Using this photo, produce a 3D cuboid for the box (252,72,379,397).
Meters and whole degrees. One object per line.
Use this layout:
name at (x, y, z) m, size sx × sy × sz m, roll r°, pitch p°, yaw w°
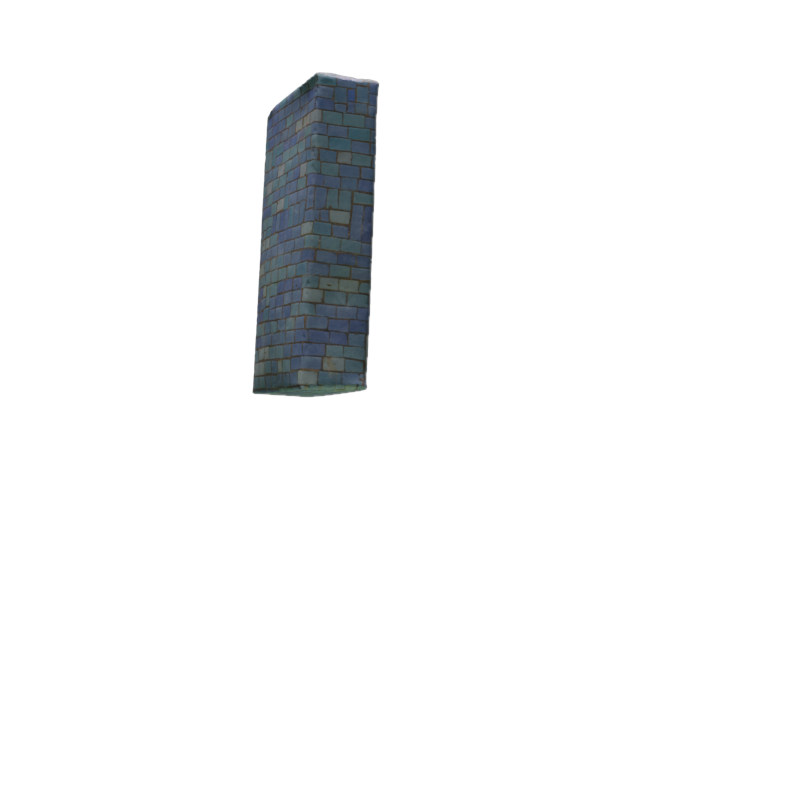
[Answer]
box at (-0.051, -0.092, 0.644) m, size 0.047 × 0.180 × 0.094 m, roll 3°, pitch -9°, yaw -24°
